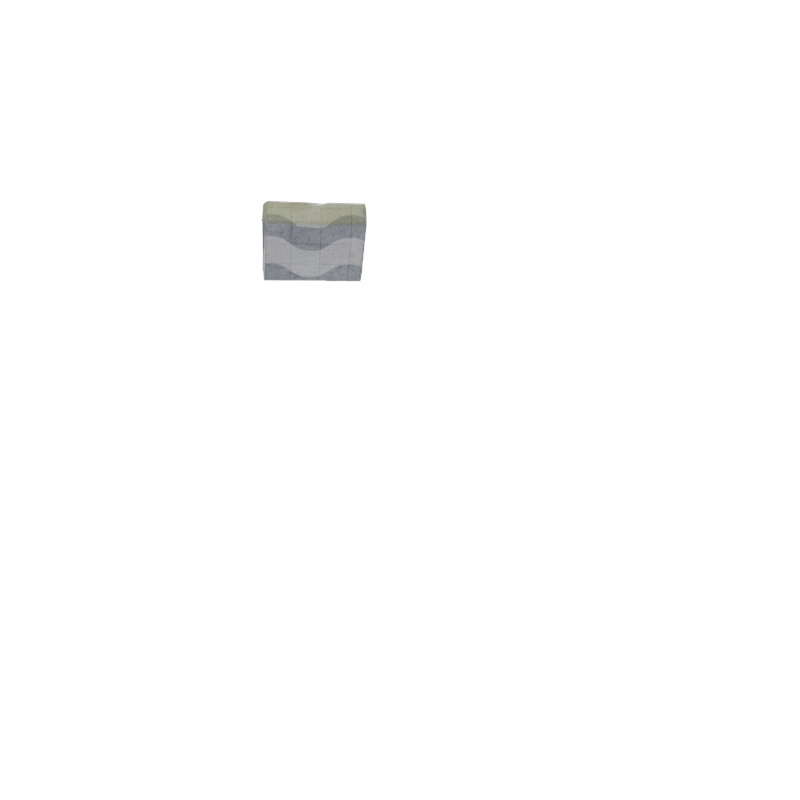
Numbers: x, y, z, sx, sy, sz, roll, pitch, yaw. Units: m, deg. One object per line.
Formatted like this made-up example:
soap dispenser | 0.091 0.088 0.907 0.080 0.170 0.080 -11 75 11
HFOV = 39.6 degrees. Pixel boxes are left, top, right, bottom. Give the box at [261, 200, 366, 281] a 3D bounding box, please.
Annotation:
box | -0.076 -0.138 0.968 0.089 0.032 0.068 2 -40 -3
